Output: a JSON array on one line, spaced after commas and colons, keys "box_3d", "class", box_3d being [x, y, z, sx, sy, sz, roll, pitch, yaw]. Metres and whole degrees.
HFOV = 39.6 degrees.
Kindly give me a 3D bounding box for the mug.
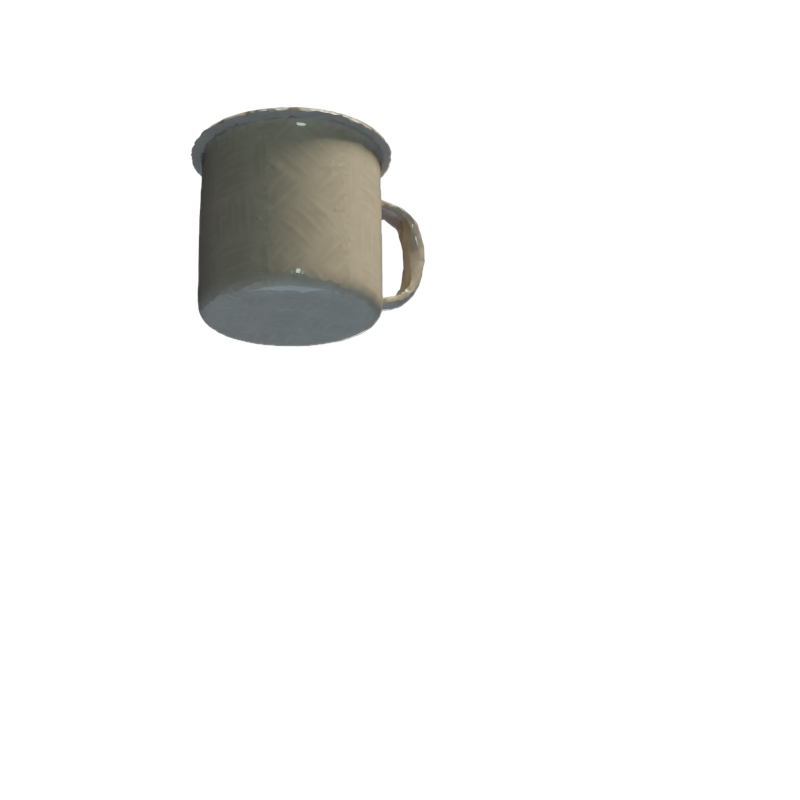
[{"box_3d": [-0.040, -0.072, 0.505, 0.112, 0.086, 0.093, 11, -23, -32], "class": "mug"}]
